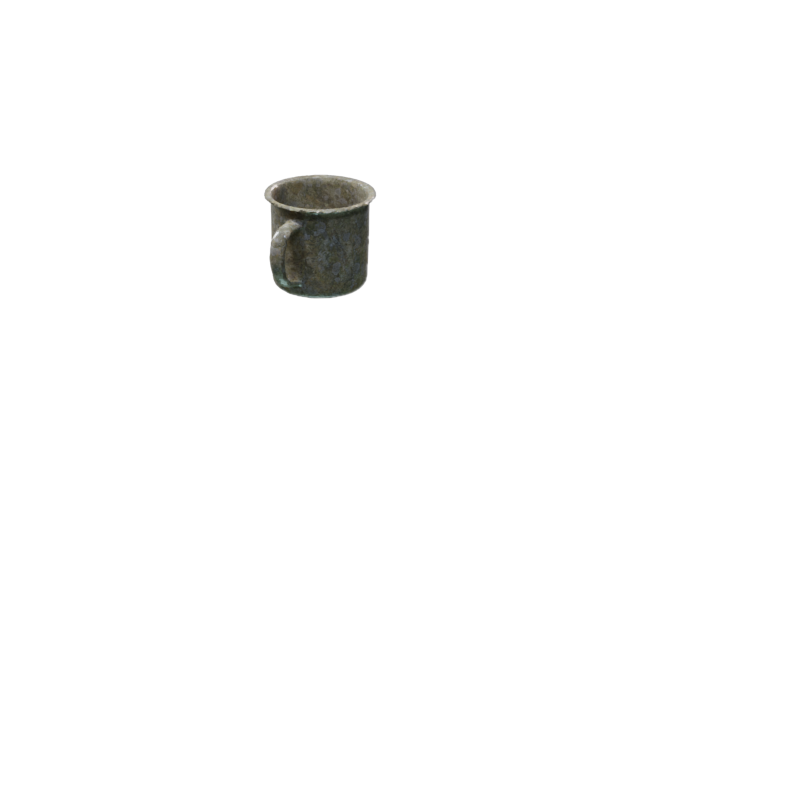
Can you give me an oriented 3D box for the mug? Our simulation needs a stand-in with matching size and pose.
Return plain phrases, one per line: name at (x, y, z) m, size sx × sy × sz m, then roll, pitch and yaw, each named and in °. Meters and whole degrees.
mug at (-0.072, -0.132, 0.924) m, size 0.097 × 0.077 × 0.119 m, roll 12°, pitch 29°, yaw 22°
